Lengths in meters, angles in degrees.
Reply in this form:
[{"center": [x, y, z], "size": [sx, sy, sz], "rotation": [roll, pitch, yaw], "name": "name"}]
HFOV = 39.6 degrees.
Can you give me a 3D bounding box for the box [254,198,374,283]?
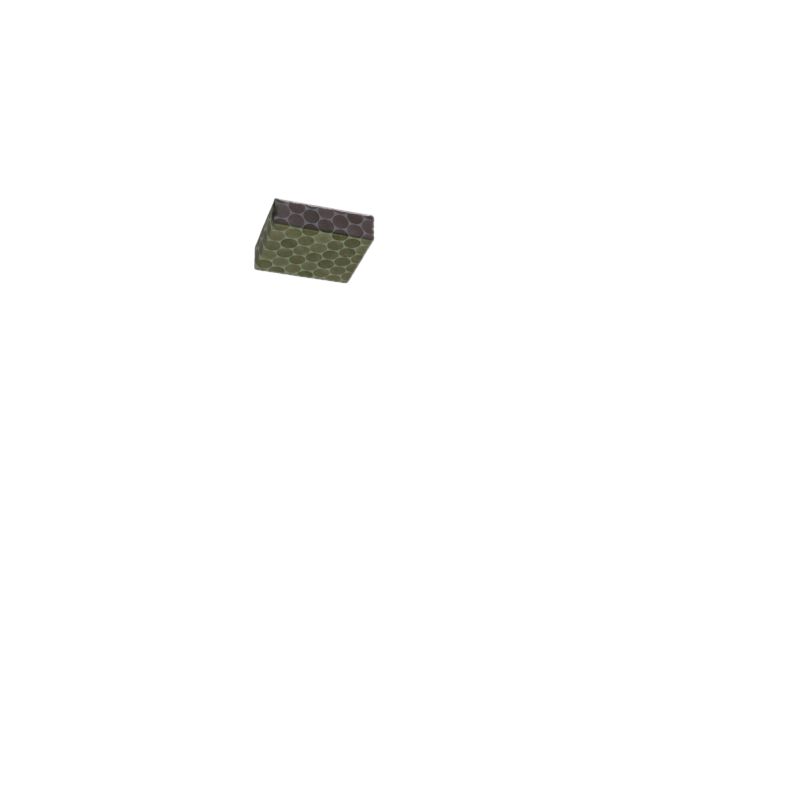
[{"center": [-0.074, -0.136, 0.952], "size": [0.087, 0.032, 0.070], "rotation": [8, -30, -15], "name": "box"}]
